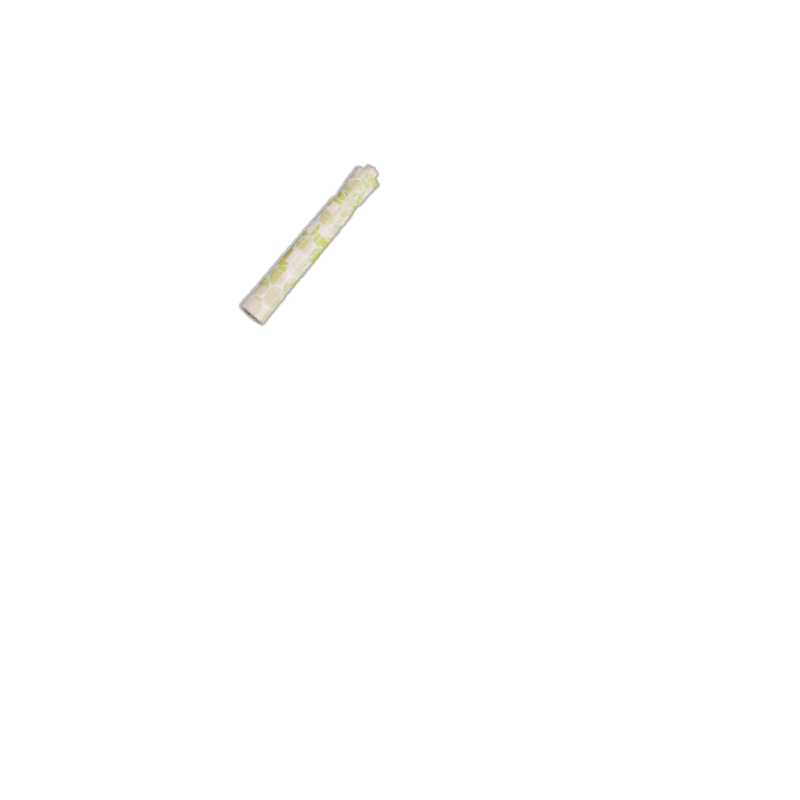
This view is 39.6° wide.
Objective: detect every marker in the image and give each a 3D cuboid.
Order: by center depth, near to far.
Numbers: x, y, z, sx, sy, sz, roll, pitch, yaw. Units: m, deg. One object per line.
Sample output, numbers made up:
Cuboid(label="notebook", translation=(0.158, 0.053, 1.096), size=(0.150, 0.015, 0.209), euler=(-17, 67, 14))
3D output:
Cuboid(label="marker", translation=(-0.054, -0.098, 0.689), size=(0.020, 0.122, 0.019), euler=(37, -11, 5))
